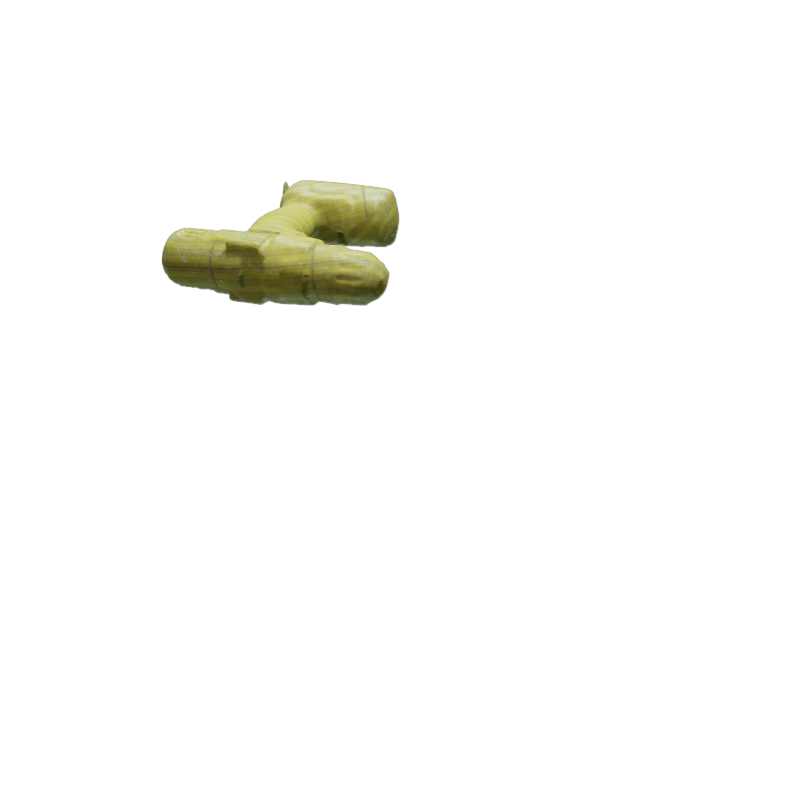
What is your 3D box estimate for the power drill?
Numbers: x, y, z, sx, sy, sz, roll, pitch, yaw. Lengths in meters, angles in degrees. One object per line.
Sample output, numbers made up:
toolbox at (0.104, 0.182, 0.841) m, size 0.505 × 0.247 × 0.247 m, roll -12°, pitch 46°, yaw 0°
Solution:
power drill at (-0.069, -0.127, 0.886) m, size 0.191 × 0.055 × 0.189 m, roll 10°, pitch 25°, yaw 22°
